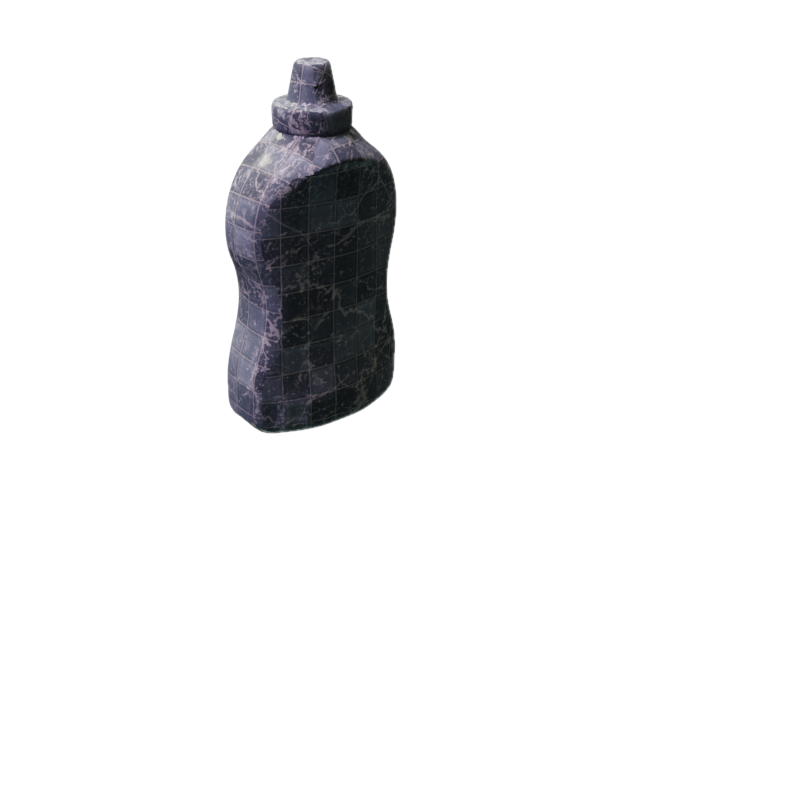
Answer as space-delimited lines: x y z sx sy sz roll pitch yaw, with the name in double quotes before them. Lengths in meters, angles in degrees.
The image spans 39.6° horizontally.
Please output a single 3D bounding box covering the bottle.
"bottle" -0.046 -0.083 0.581 0.094 0.182 0.062 -16 29 -34
